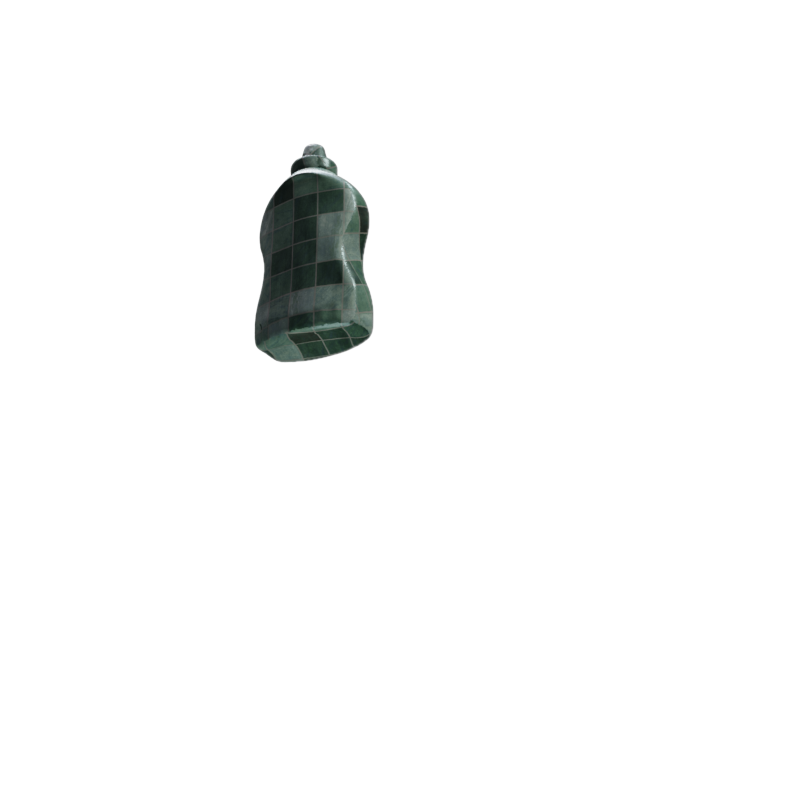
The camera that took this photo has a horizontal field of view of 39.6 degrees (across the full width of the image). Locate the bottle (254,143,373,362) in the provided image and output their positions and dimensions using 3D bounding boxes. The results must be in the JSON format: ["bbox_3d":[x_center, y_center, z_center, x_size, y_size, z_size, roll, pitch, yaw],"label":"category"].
[{"bbox_3d":[-0.072,-0.131,0.922,0.097,0.204,0.054,-17,-32,26],"label":"bottle"}]
